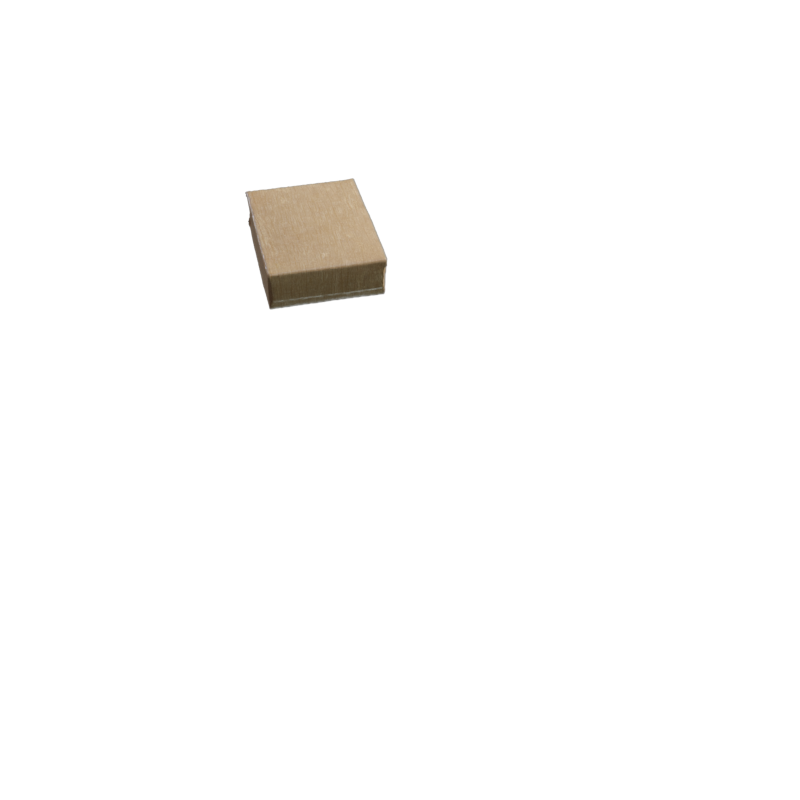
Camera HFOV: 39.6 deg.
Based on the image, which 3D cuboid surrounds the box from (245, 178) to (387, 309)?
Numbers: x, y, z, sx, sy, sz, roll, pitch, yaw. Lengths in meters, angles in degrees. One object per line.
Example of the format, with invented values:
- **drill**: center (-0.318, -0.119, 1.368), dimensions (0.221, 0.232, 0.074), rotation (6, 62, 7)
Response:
- **box**: center (-0.067, -0.122, 0.853), dimensions (0.089, 0.036, 0.123), rotation (-8, 41, -11)
